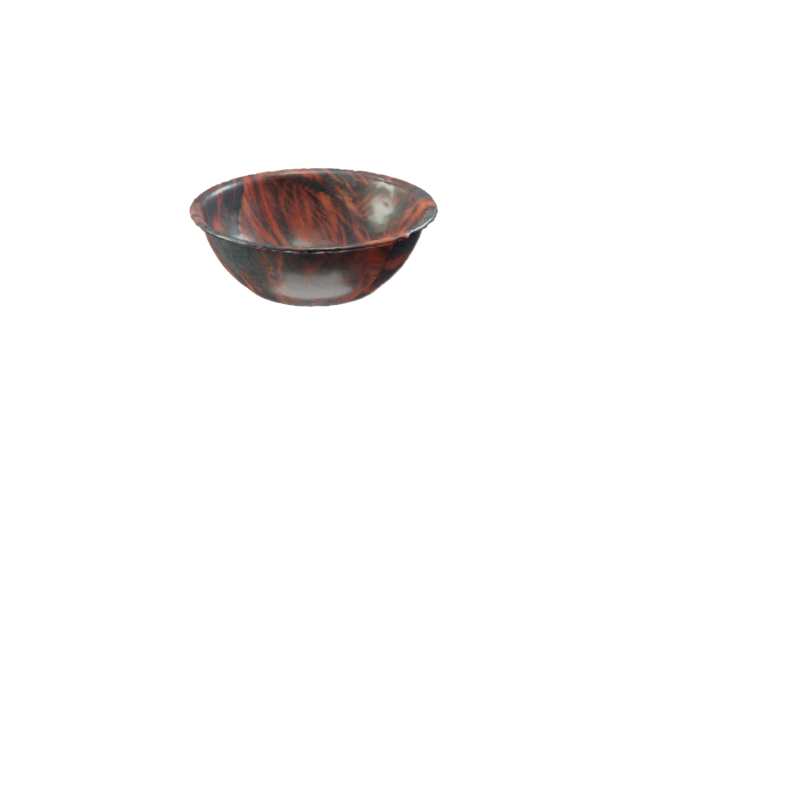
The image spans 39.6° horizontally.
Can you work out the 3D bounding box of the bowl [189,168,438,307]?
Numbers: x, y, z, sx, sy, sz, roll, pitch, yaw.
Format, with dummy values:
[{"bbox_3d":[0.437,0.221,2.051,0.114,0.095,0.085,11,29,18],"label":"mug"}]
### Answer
[{"bbox_3d":[-0.057,-0.105,0.732,0.162,0.052,0.171,-1,27,-2],"label":"bowl"}]
